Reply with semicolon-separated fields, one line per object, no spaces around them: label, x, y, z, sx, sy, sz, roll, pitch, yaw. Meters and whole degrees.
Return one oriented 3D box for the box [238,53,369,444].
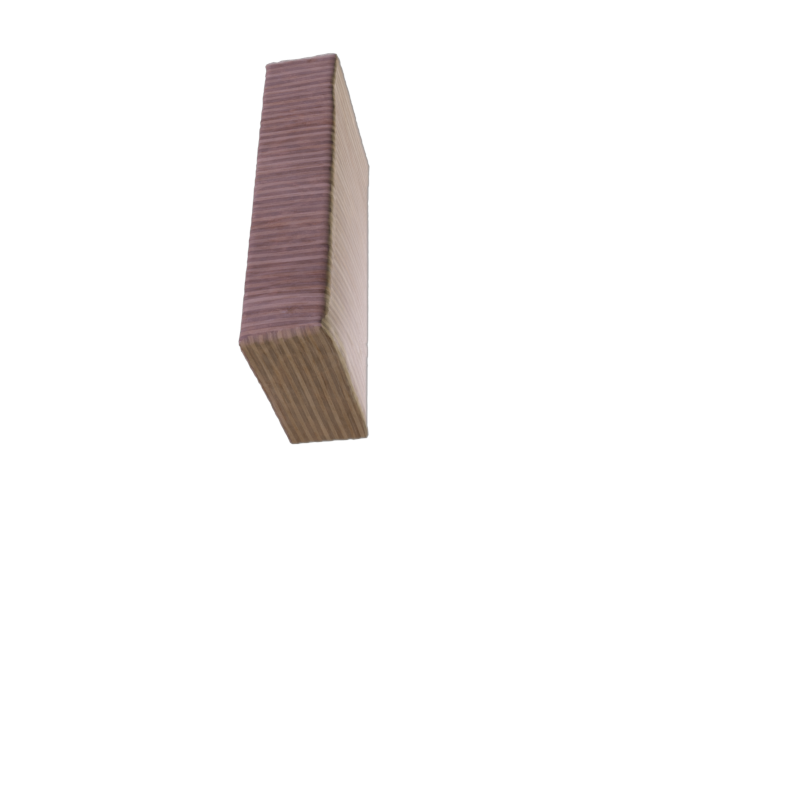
box;-0.043;-0.079;0.552;0.048;0.189;0.086;-9;-37;7
